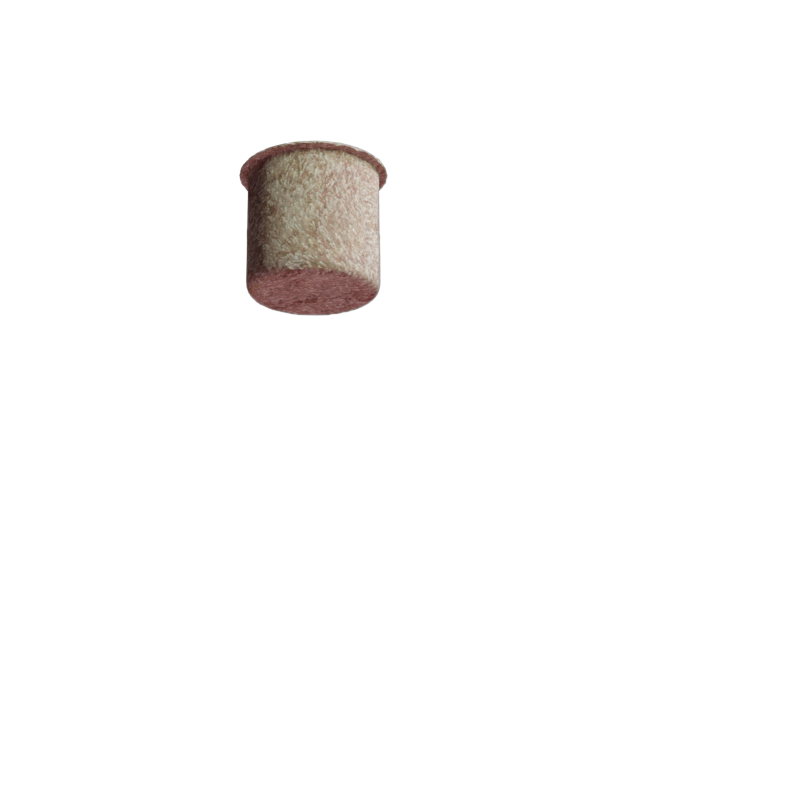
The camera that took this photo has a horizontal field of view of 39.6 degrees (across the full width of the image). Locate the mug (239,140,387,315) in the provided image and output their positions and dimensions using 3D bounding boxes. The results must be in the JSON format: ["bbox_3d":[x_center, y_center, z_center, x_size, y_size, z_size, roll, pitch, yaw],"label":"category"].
[{"bbox_3d":[-0.054,-0.099,0.694,0.093,0.086,0.112,0,-19,-3],"label":"mug"}]
